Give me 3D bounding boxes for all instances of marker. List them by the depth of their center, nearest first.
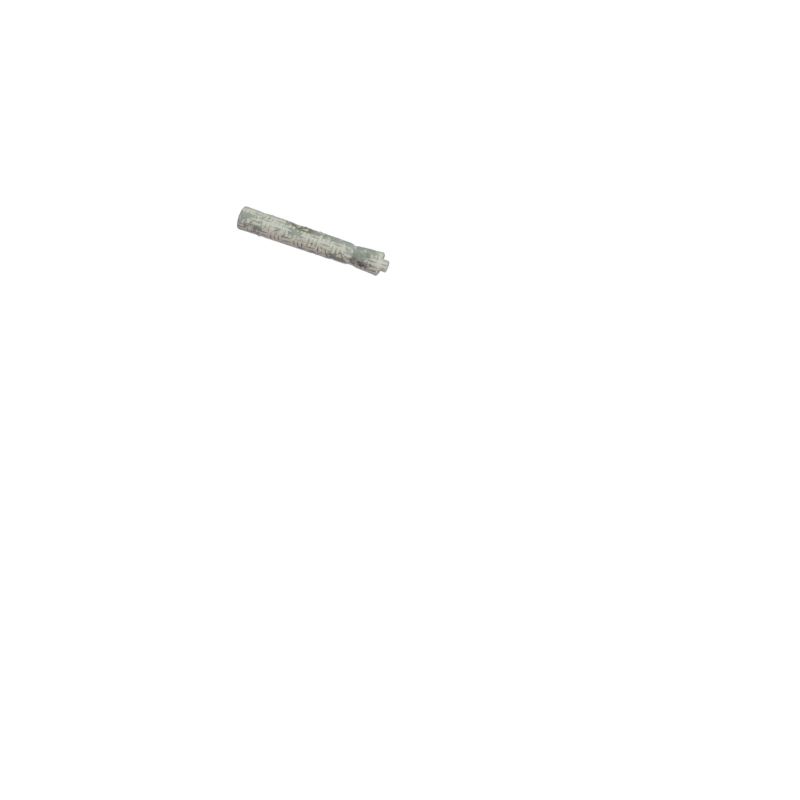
[{"bbox_3d":[-0.066,-0.121,0.849,0.124,0.020,0.019,20,7,11],"label":"marker"}]
